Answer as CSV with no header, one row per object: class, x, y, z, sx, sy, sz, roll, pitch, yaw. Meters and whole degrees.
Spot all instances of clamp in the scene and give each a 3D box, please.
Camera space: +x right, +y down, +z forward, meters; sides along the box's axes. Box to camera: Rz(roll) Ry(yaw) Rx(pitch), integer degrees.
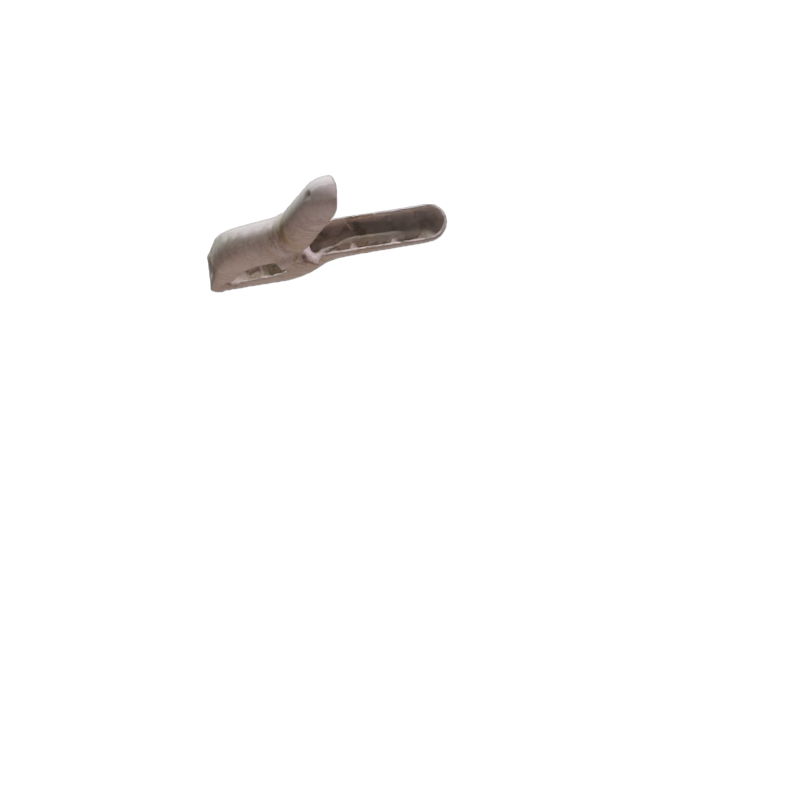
clamp,-0.057,-0.104,0.732,0.114,0.041,0.174,10,-15,-40
